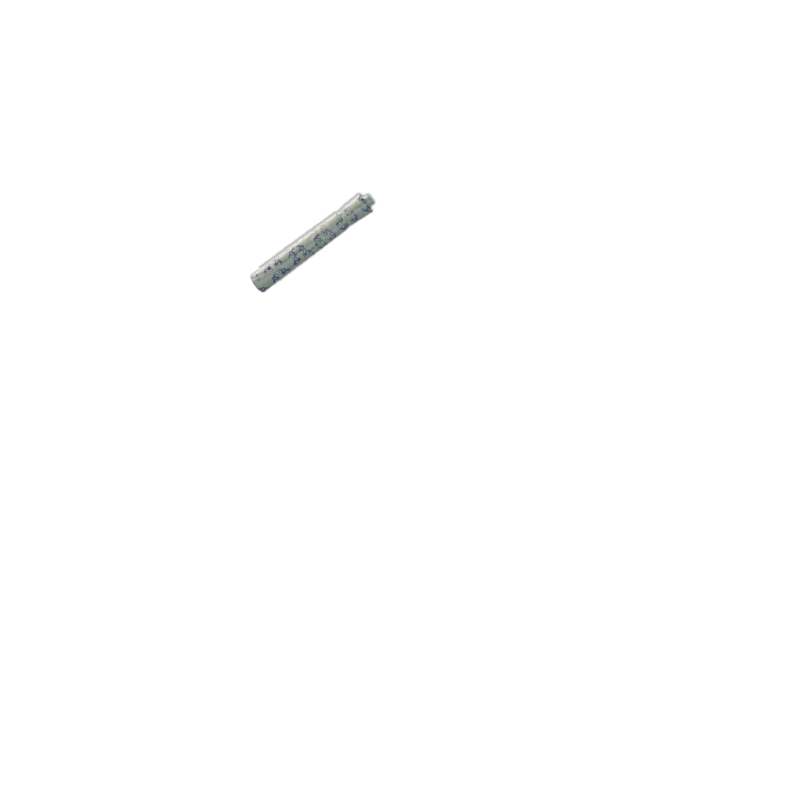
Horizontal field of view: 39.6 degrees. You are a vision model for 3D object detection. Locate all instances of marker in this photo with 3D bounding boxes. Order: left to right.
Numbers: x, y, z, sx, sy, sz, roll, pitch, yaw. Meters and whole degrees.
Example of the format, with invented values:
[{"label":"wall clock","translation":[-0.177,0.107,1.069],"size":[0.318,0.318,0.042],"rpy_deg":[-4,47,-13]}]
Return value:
[{"label":"marker","translation":[-0.071,-0.130,0.913],"size":[0.120,0.020,0.019],"rpy_deg":[-35,-4,13]}]
